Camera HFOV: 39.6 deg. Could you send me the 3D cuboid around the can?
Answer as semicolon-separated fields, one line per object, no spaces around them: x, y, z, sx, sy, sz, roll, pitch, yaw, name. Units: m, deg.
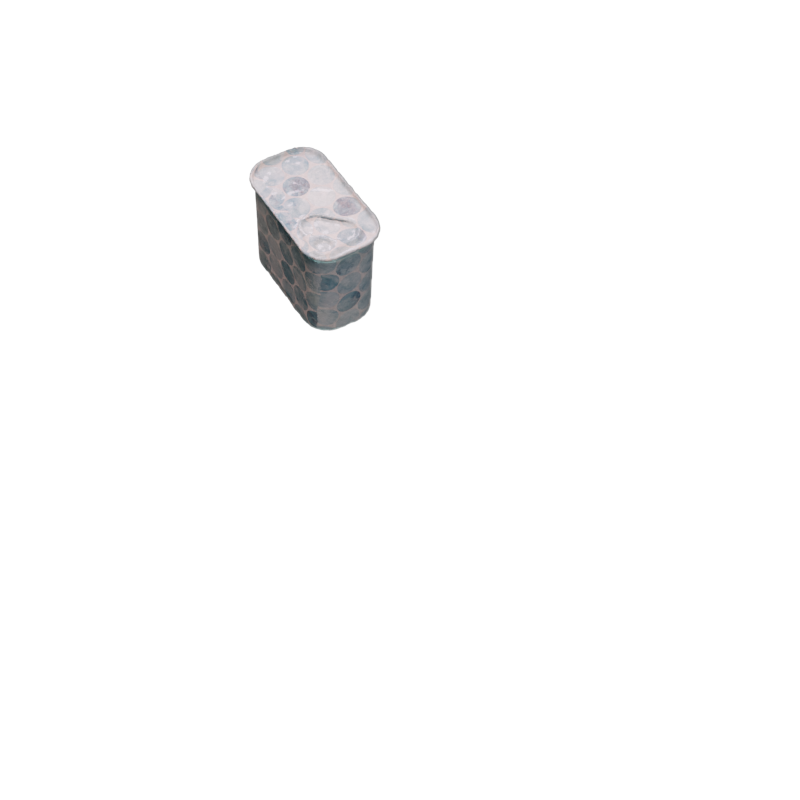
-0.060;-0.109;0.764;0.057;0.110;0.078;-25;-33;-20;can
